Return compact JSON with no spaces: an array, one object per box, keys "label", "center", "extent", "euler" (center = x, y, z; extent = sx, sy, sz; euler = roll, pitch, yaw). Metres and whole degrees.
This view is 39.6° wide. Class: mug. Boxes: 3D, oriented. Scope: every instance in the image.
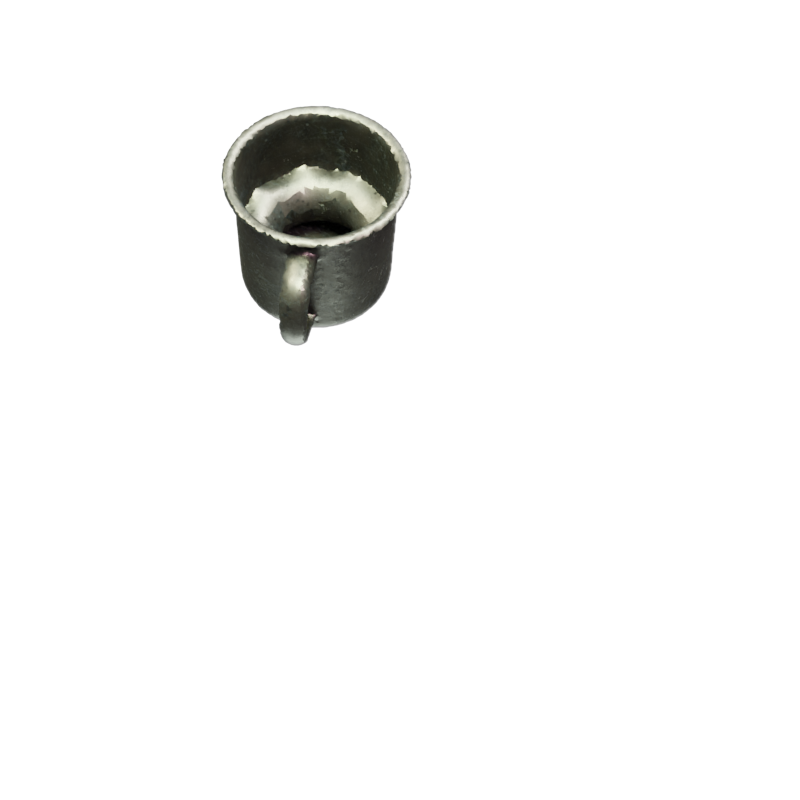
[{"label":"mug","center":[-0.044,-0.081,0.567],"extent":[0.094,0.125,0.076],"euler":[5,-35,2]}]
